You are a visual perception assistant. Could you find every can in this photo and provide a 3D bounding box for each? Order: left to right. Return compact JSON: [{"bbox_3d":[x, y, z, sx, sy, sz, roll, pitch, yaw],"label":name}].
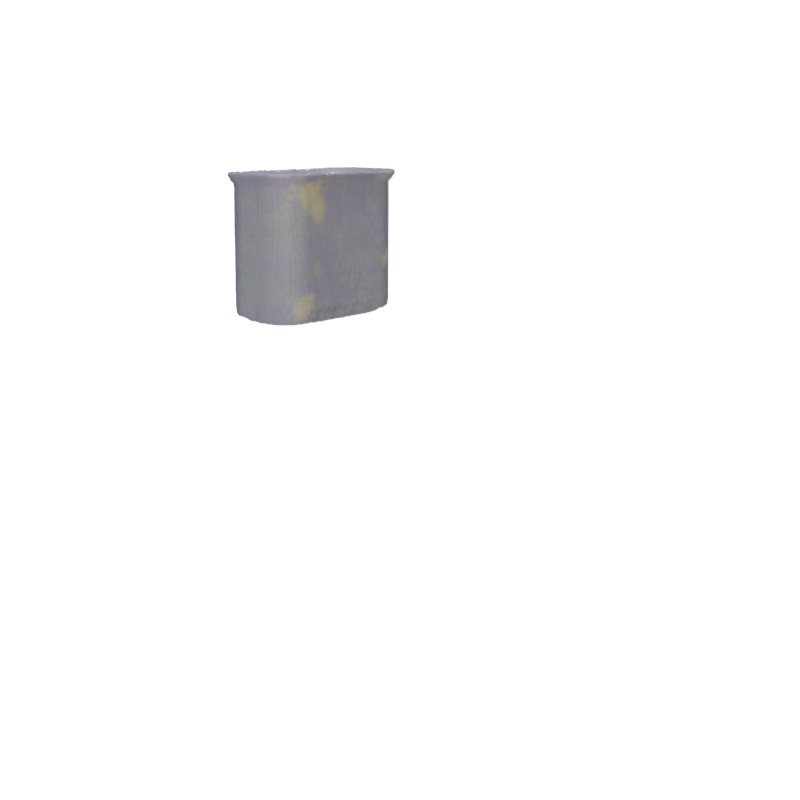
[{"bbox_3d":[-0.051,-0.092,0.647,0.060,0.082,0.099,8,13,41],"label":"can"}]
